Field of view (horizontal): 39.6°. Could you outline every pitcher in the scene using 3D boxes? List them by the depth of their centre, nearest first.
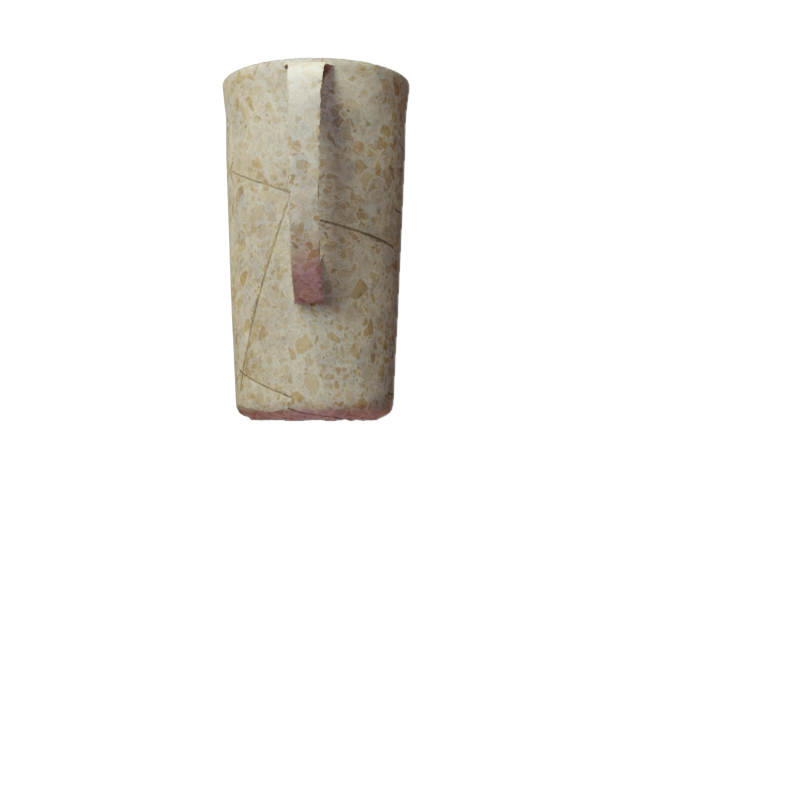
[{"bbox_3d":[-0.060,-0.109,0.764,0.142,0.248,0.149,7,-10,-44],"label":"pitcher"}]
